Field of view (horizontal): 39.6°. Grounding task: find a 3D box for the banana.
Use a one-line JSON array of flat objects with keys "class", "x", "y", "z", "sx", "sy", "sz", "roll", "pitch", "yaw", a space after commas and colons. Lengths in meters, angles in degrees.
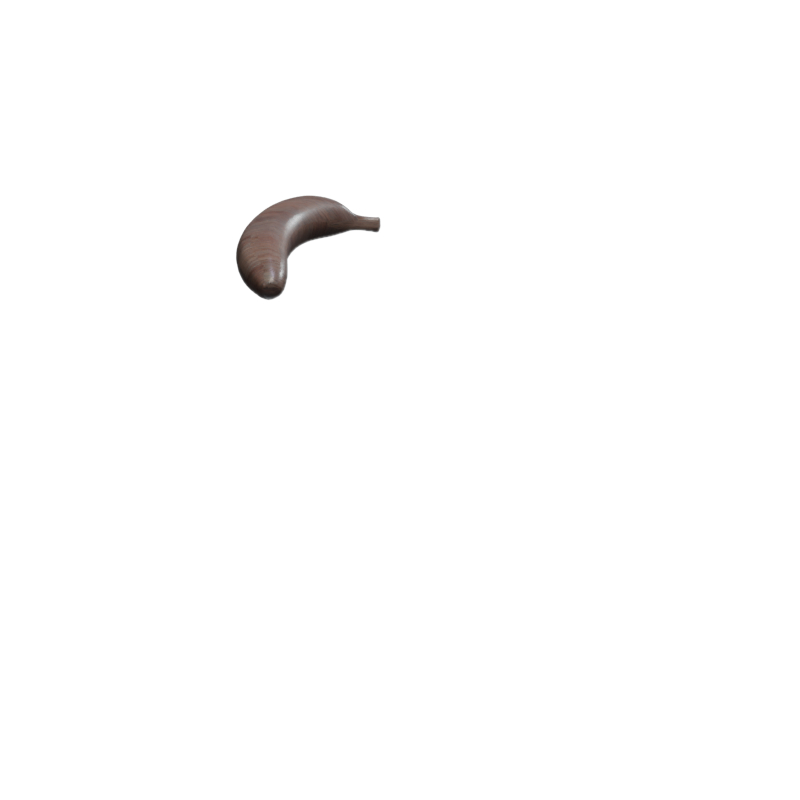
[{"class": "banana", "x": -0.079, "y": -0.119, "z": 0.813, "sx": 0.072, "sy": 0.035, "sz": 0.201, "roll": 9, "pitch": 26, "yaw": 19}]
